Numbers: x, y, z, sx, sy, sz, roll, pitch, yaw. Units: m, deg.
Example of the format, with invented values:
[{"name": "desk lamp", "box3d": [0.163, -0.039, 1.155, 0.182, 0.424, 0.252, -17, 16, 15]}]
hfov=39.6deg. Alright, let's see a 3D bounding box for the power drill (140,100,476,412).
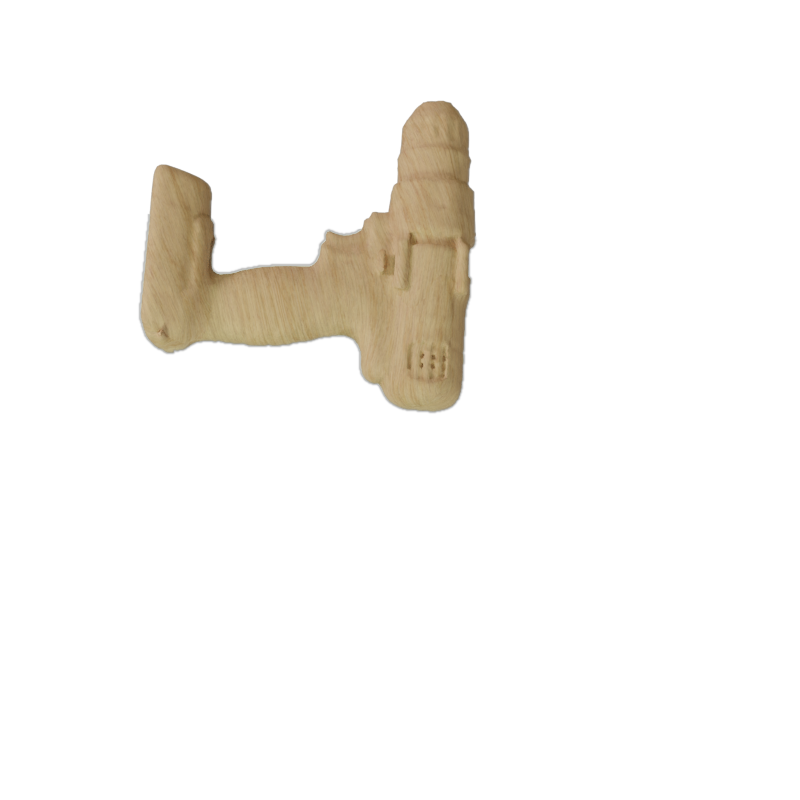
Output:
[{"name": "power drill", "box3d": [-0.050, -0.091, 0.640, 0.188, 0.192, 0.055, 3, -16, 1]}]
